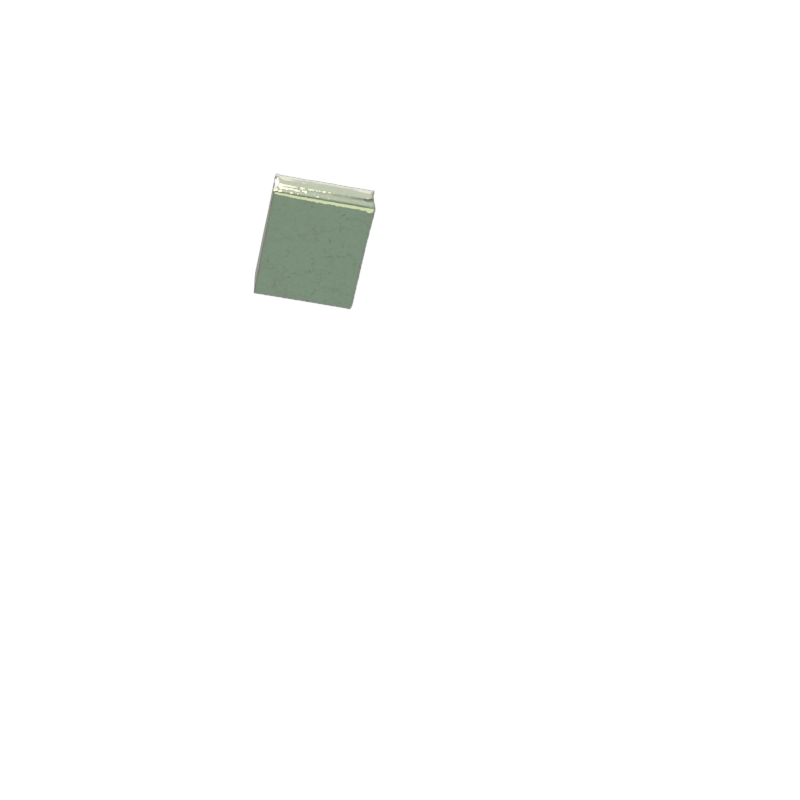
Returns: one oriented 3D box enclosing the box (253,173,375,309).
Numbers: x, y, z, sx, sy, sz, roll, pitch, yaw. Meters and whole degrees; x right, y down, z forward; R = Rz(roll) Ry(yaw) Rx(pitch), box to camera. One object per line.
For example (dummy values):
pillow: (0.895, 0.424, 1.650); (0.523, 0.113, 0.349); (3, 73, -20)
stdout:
box: (-0.062, -0.114, 0.795); (0.072, 0.085, 0.032); (10, 31, -7)
